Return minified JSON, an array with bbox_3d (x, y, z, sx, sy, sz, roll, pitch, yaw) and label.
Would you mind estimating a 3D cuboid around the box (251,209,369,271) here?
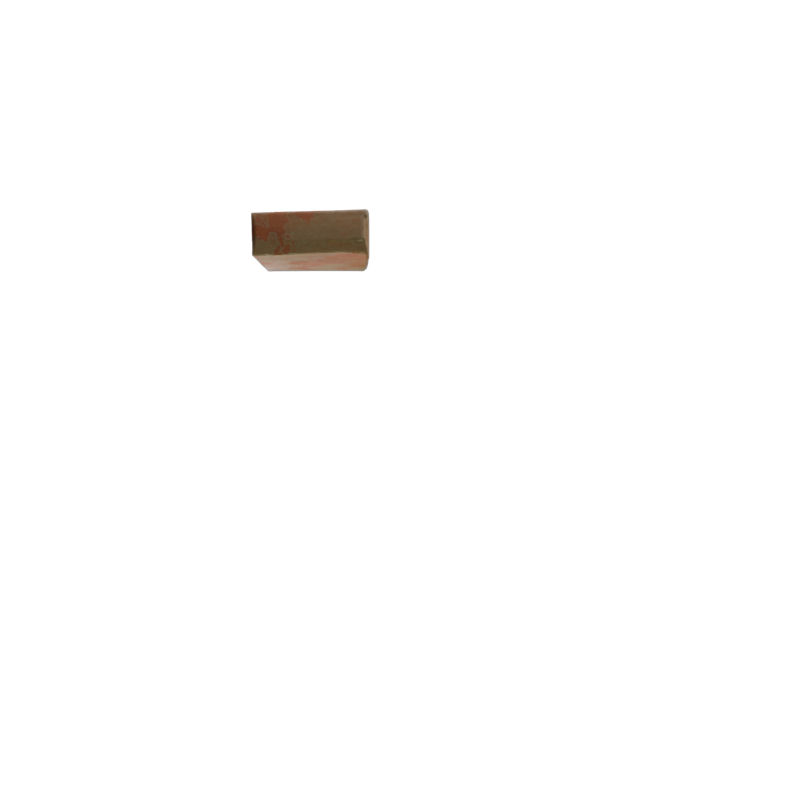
[{"bbox_3d":[-0.069,-0.127,0.889,0.090,0.039,0.112,0,-2,0],"label":"box"}]
